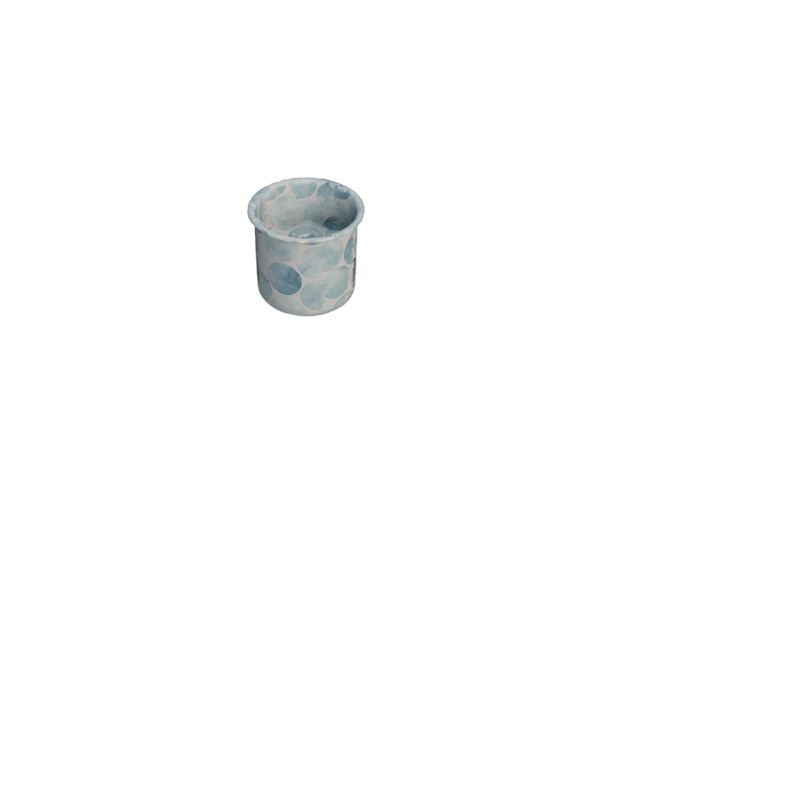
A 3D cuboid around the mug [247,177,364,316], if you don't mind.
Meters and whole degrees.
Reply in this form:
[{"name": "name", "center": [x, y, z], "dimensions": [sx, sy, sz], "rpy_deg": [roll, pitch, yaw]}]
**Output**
[{"name": "mug", "center": [-0.071, -0.129, 0.907], "dimensions": [0.097, 0.076, 0.121], "rpy_deg": [18, 42, 19]}]
